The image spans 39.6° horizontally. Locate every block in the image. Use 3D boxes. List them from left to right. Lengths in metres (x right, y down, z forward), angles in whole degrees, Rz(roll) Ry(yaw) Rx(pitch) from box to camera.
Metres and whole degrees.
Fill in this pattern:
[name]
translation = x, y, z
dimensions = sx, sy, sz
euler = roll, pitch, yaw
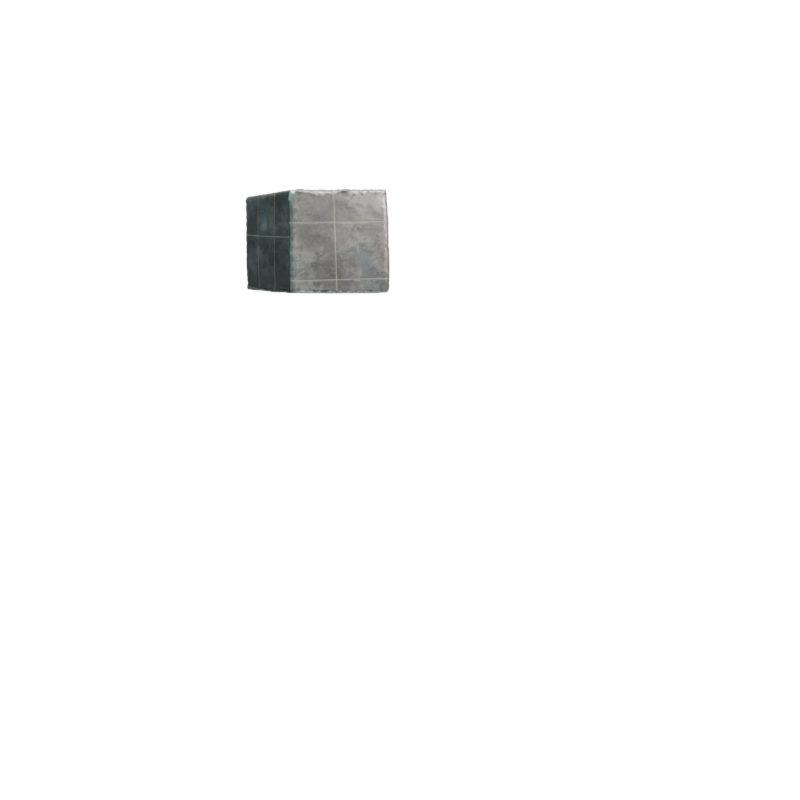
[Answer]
[block]
translation = -0.045, -0.082, 0.572
dimensions = 0.051, 0.051, 0.081
euler = -1, 5, -23
